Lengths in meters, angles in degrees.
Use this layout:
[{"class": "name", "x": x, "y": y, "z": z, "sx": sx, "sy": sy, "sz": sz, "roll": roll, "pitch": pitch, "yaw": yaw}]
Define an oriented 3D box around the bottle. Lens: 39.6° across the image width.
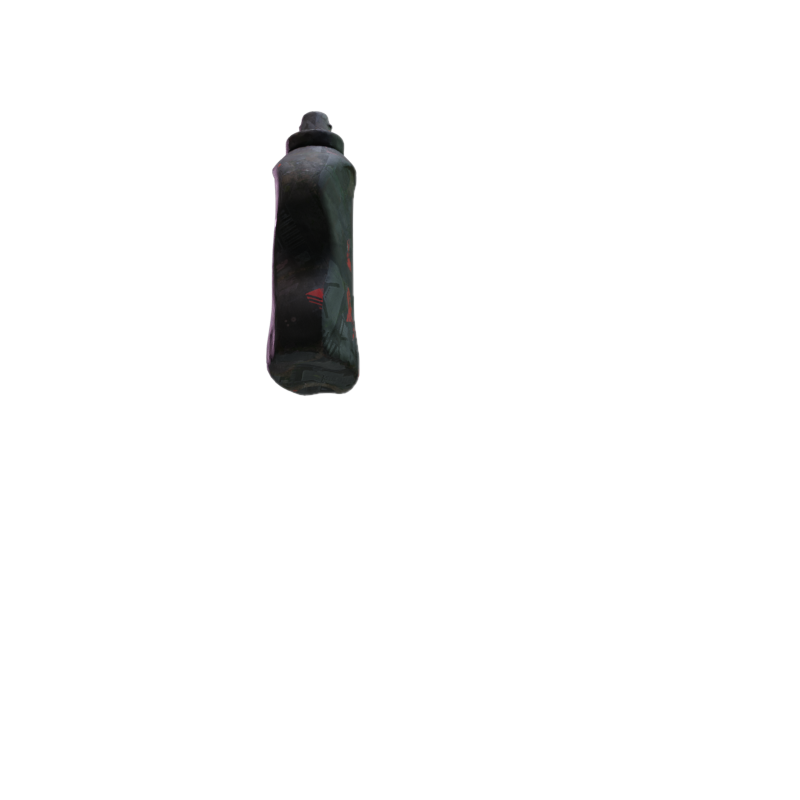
[{"class": "bottle", "x": -0.058, "y": -0.106, "z": 0.743, "sx": 0.059, "sy": 0.202, "sz": 0.090, "roll": -5, "pitch": -21, "yaw": 8}]
